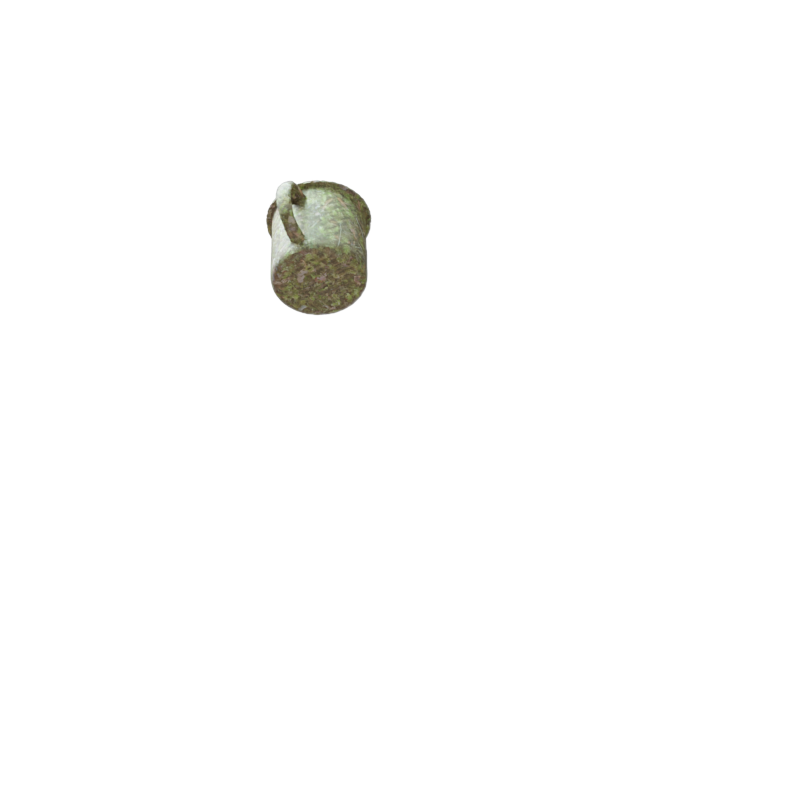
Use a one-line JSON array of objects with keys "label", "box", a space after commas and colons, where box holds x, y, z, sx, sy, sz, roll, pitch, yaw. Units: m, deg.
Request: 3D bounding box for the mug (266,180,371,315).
[{"label": "mug", "box": [-0.074, -0.135, 0.945, 0.094, 0.087, 0.108, -16, -46, 14]}]
